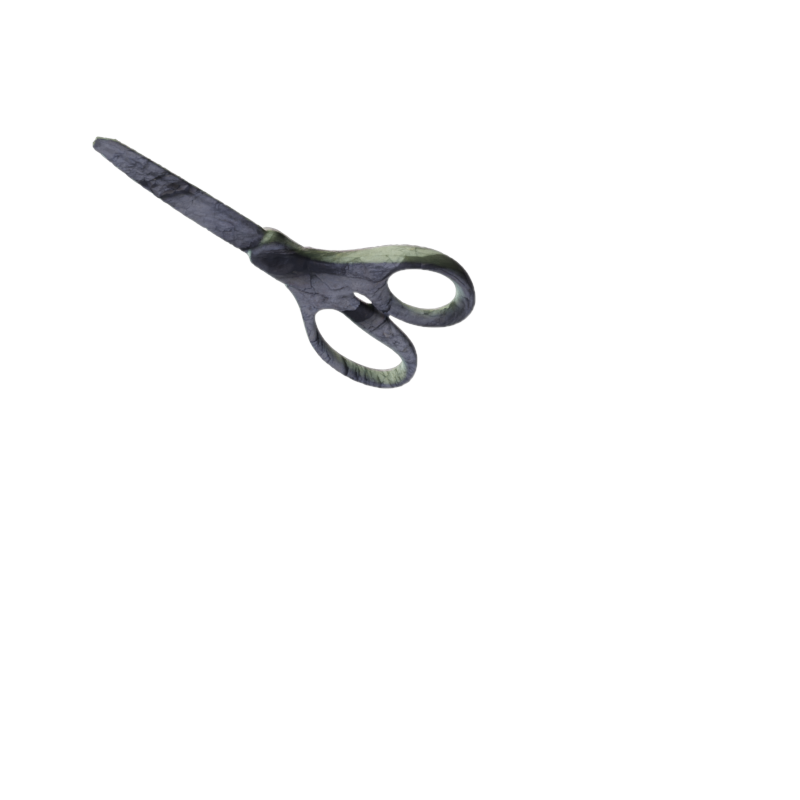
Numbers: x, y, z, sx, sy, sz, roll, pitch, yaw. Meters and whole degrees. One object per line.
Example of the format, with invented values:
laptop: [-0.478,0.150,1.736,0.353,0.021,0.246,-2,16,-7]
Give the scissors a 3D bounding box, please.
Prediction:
scissors: [-0.040,-0.074,0.516,0.096,0.017,0.188,-27,-53,22]
